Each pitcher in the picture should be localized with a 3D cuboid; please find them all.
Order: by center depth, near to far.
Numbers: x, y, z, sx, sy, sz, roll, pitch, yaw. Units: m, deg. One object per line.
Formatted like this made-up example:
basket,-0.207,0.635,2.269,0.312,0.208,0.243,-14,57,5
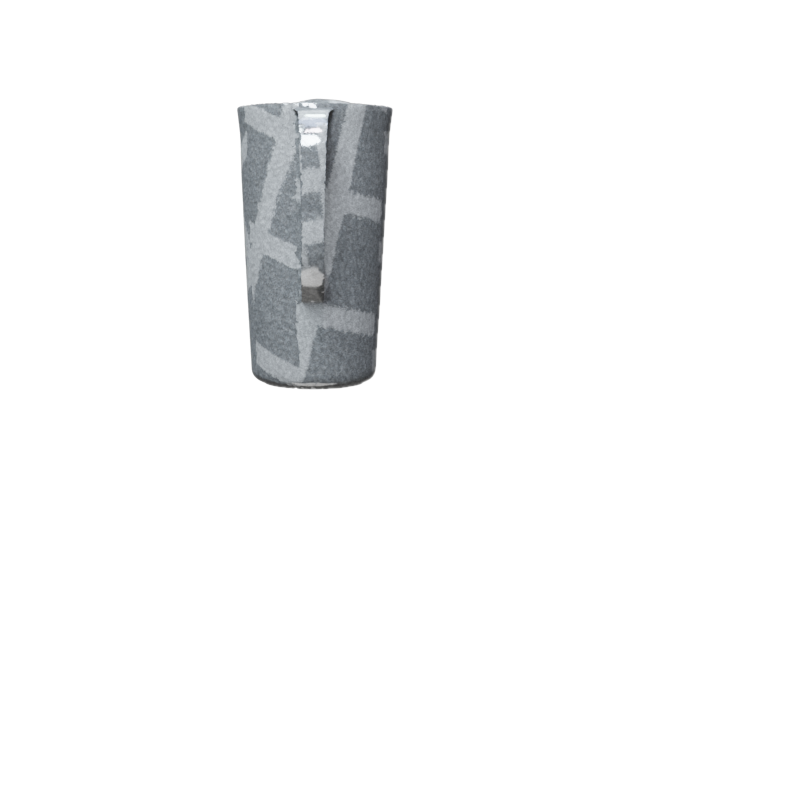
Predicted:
pitcher,-0.074,-0.135,0.946,0.151,0.241,0.144,4,6,42
